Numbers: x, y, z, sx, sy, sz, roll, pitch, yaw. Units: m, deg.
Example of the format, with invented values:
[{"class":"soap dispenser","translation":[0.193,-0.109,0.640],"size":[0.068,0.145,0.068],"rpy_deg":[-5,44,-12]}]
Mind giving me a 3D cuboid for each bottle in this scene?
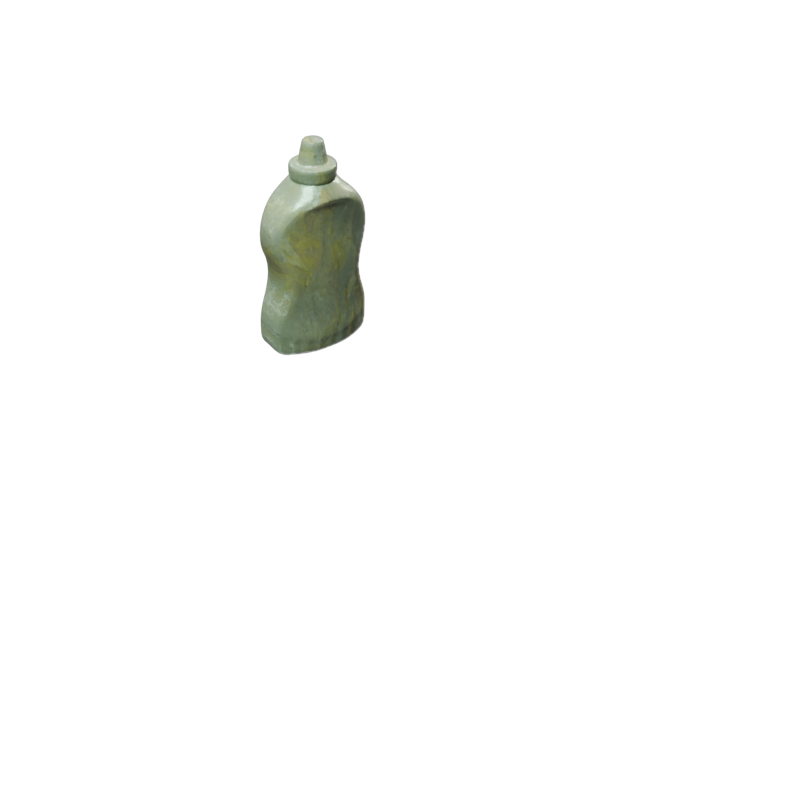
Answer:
[{"class":"bottle","translation":[-0.075,-0.137,0.957],"size":[0.095,0.180,0.063],"rpy_deg":[-18,37,-29]}]
